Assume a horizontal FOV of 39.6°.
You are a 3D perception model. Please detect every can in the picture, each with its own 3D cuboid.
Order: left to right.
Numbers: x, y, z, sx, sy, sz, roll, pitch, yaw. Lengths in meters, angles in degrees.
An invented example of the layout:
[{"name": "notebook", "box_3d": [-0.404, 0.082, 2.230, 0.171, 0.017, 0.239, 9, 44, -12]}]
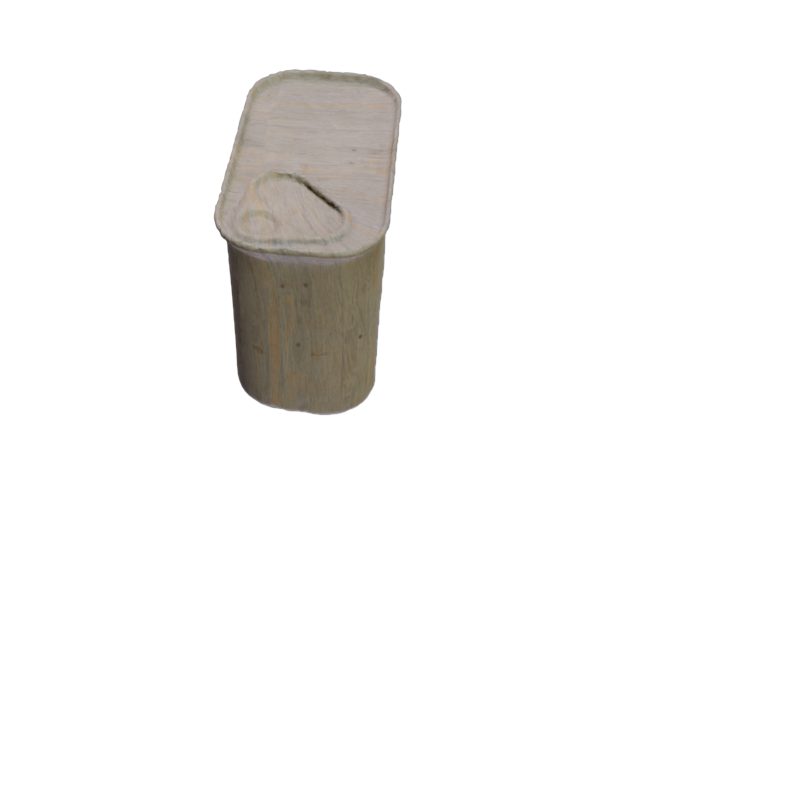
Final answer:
[{"name": "can", "box_3d": [-0.032, -0.058, 0.409, 0.058, 0.109, 0.078, 4, -44, 1]}]
